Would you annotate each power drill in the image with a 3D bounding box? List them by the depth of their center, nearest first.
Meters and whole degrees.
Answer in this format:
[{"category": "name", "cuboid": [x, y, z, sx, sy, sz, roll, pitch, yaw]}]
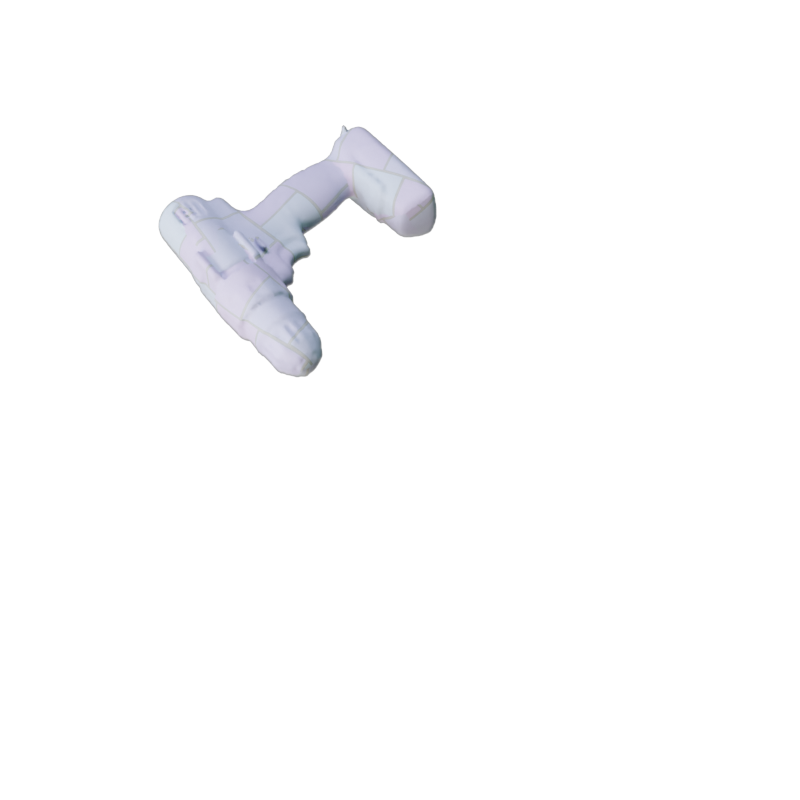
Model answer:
[{"category": "power drill", "cuboid": [-0.066, -0.121, 0.847, 0.188, 0.197, 0.054, -31, -30, -21]}]
